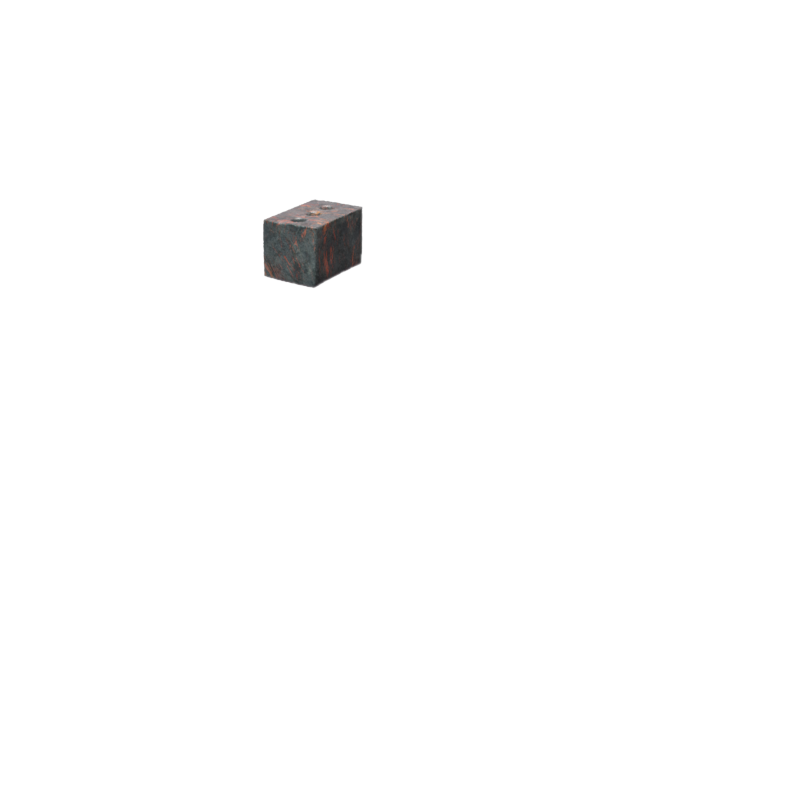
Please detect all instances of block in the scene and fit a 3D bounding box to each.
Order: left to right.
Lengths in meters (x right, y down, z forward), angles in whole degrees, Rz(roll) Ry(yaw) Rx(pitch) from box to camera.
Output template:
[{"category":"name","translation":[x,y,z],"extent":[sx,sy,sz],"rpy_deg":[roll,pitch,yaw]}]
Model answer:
[{"category":"block","translation":[-0.073,-0.133,0.932],"extent":[0.055,0.049,0.078],"rpy_deg":[12,25,27]}]
